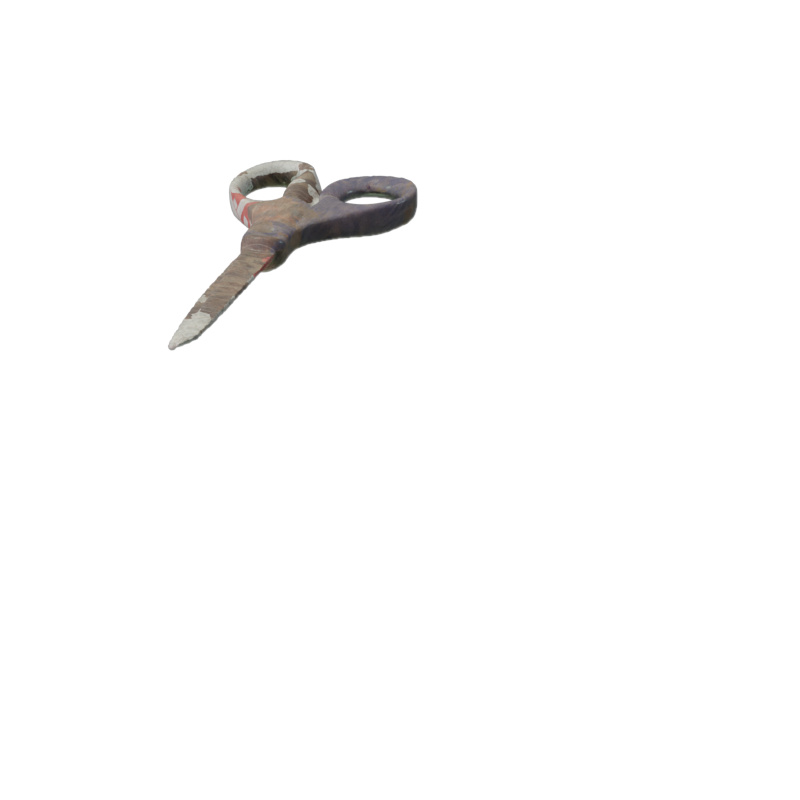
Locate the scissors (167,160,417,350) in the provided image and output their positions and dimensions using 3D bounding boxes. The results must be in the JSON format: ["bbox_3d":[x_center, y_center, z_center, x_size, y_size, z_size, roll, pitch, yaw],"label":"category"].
[{"bbox_3d":[-0.036,-0.065,0.457,0.096,0.015,0.213,-2,27,-3],"label":"scissors"}]
